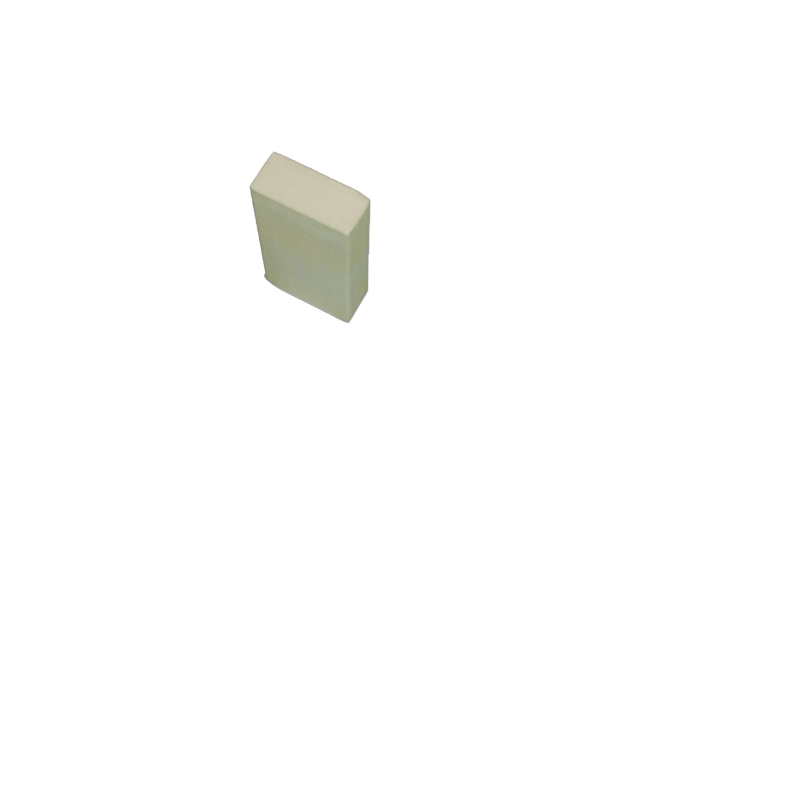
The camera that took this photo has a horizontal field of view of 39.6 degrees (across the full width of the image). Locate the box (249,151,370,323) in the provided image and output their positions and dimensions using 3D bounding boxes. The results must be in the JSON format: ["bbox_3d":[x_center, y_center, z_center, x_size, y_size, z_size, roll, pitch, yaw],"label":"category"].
[{"bbox_3d":[-0.074,-0.135,0.947,0.096,0.049,0.167,29,-22,9],"label":"box"}]
